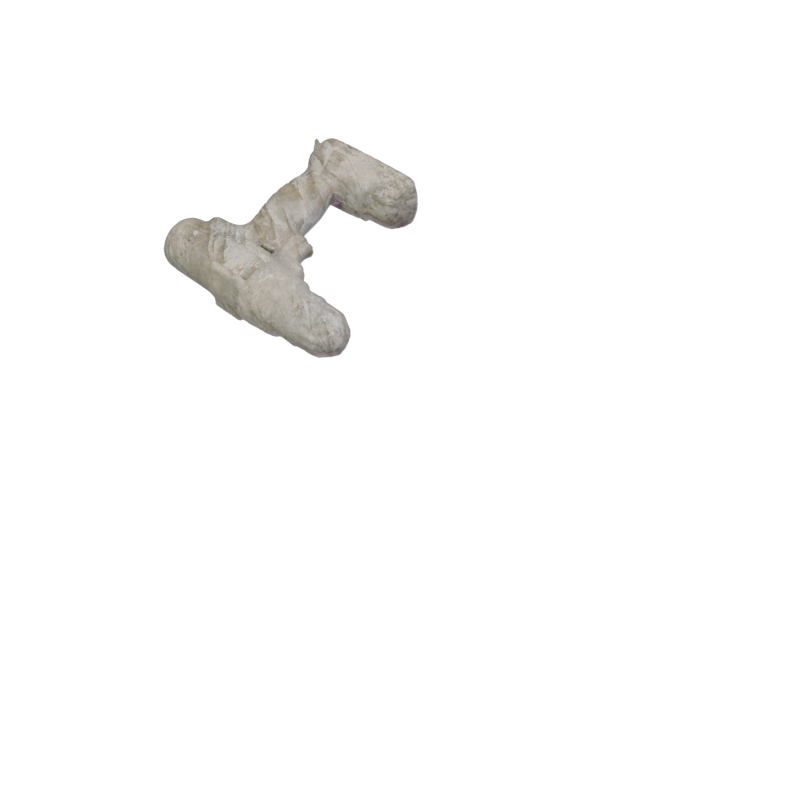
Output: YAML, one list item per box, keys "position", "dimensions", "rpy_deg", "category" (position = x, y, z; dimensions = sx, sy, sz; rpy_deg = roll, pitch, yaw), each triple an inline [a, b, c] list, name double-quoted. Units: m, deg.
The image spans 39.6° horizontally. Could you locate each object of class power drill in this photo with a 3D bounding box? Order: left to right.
- position: [-0.071, -0.129, 0.904]
  dimensions: [0.195, 0.053, 0.190]
  rpy_deg: [32, 55, 26]
  category: "power drill"
